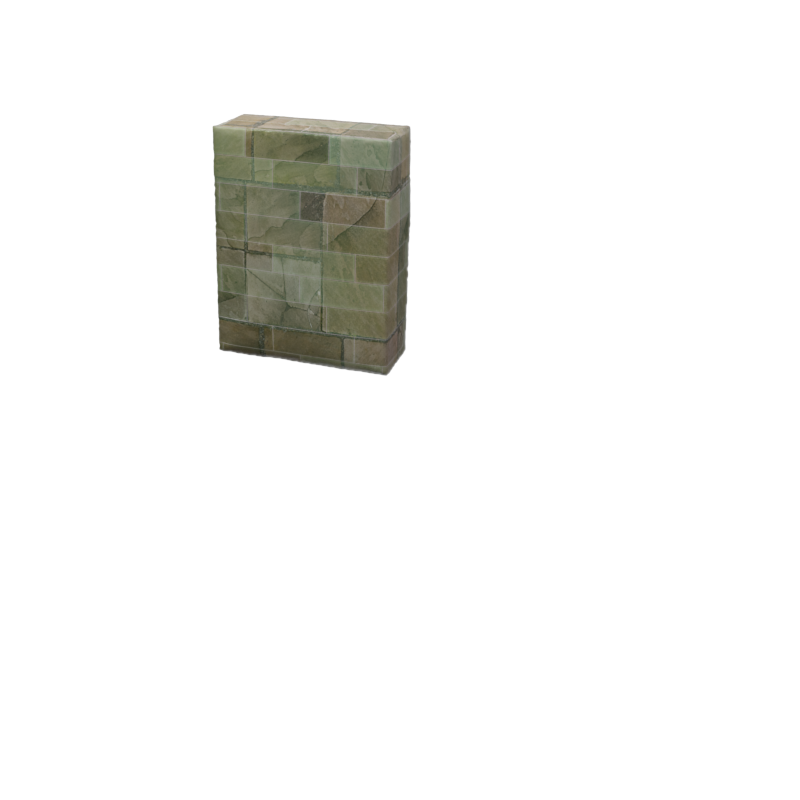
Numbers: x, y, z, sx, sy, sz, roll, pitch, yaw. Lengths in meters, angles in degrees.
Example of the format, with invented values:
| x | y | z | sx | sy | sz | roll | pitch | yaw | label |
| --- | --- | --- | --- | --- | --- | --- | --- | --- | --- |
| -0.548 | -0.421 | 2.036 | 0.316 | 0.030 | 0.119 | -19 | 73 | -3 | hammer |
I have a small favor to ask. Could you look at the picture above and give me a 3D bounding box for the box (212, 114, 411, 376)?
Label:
| x | y | z | sx | sy | sz | roll | pitch | yaw | label |
| --- | --- | --- | --- | --- | --- | --- | --- | --- | --- |
| -0.077 | -0.141 | 0.988 | 0.169 | 0.205 | 0.073 | 8 | 21 | 18 | box |
